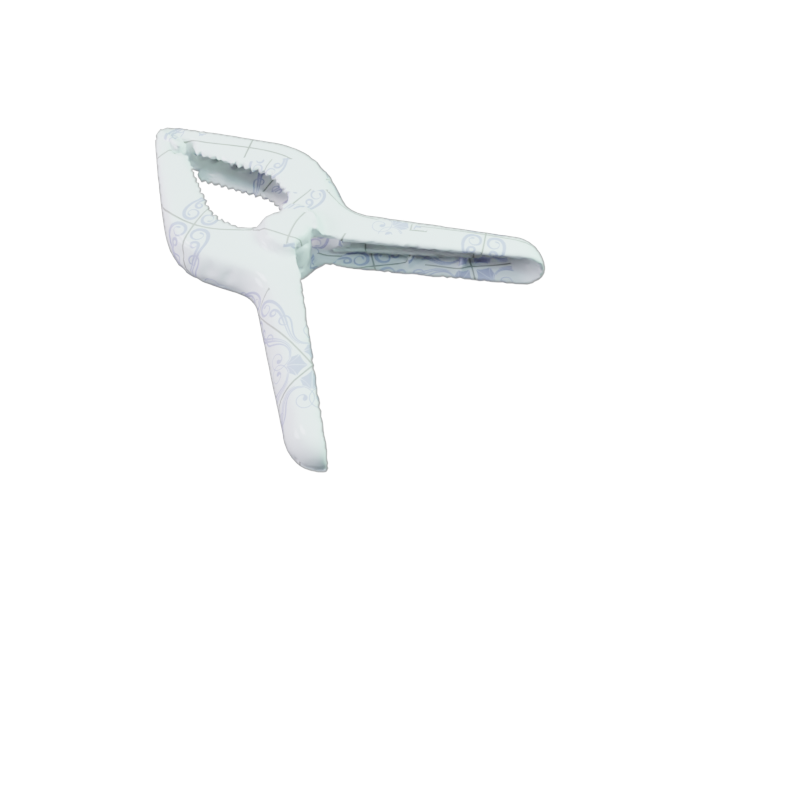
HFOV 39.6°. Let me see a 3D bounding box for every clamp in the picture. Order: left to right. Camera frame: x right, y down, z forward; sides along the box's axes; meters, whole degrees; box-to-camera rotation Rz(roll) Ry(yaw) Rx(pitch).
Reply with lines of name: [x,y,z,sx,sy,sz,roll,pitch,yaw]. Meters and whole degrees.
clamp: [-0.044,-0.081,0.564,0.165,0.224,0.034,-33,-31,-22]
